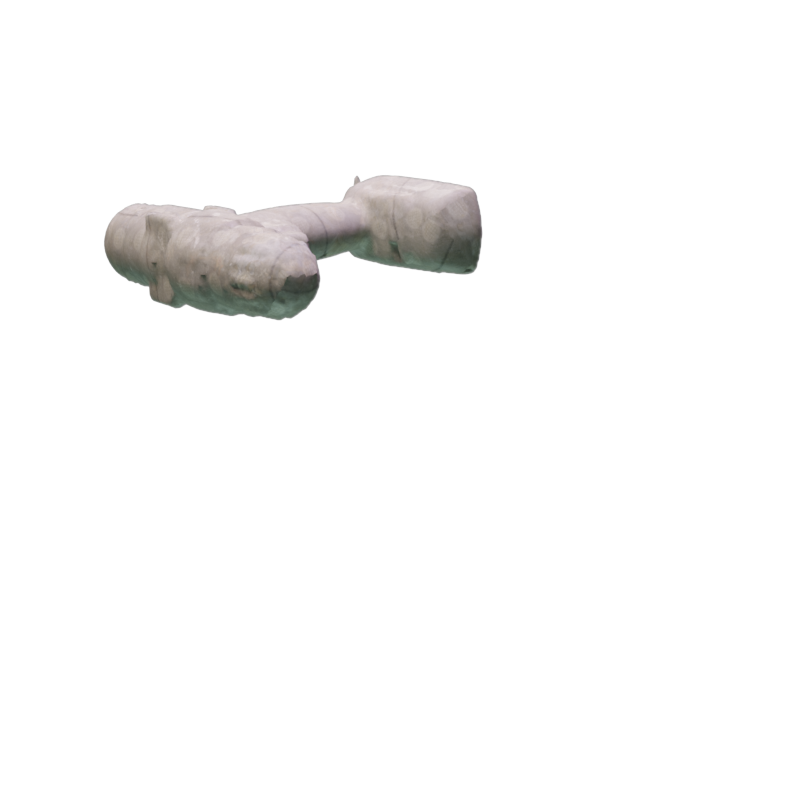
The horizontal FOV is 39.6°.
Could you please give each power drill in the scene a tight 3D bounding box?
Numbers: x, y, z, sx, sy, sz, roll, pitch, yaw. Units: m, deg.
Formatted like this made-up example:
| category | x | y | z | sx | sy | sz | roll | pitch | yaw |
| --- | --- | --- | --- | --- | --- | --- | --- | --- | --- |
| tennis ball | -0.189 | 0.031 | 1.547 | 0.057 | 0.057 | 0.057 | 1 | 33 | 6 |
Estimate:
| category | x | y | z | sx | sy | sz | roll | pitch | yaw |
| --- | --- | --- | --- | --- | --- | --- | --- | --- | --- |
| power drill | -0.048 | -0.087 | 0.612 | 0.183 | 0.056 | 0.195 | -12 | 20 | -34 |
